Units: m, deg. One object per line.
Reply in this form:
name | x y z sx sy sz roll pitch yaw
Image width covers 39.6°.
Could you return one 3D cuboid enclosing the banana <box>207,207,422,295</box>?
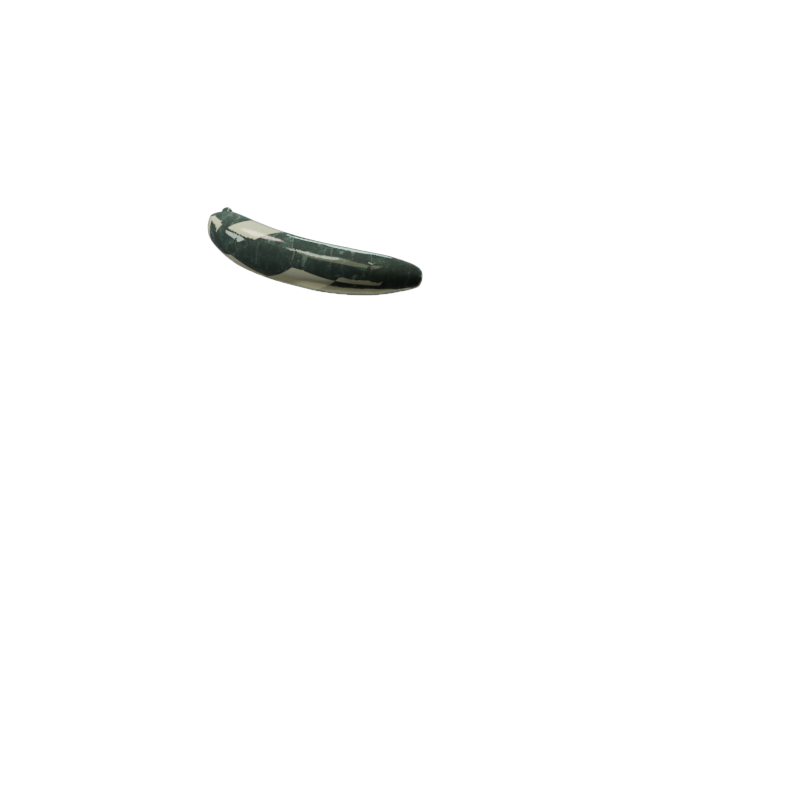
banana | -0.081 -0.116 0.861 0.208 0.034 0.070 23 41 28
